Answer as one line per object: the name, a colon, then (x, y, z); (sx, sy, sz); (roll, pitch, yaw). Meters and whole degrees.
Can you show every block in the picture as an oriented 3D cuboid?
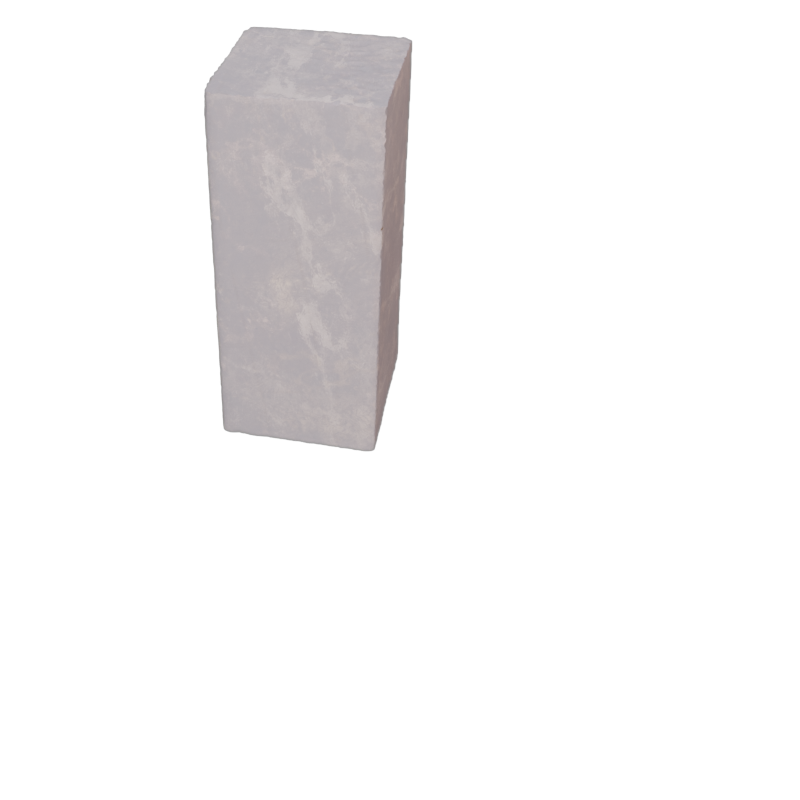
block: (-0.047, -0.085, 0.596); (0.091, 0.193, 0.096); (7, 35, 6)
